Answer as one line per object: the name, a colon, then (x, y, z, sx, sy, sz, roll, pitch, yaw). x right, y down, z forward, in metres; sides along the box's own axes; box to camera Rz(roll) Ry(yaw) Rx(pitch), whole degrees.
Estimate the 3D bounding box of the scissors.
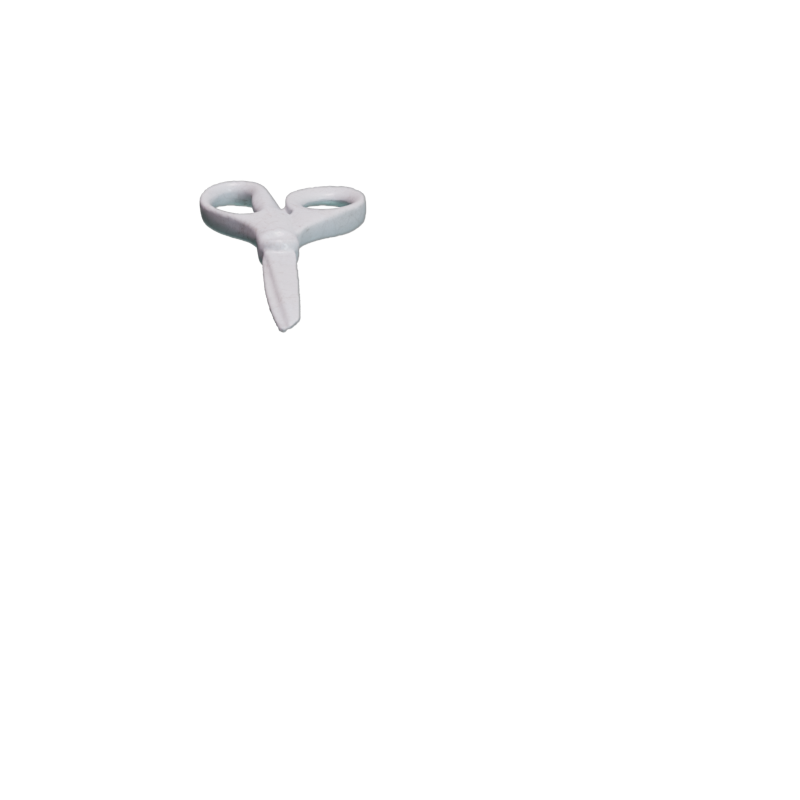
scissors: (-0.041, -0.075, 0.527, 0.094, 0.015, 0.215, -9, 27, -20)
